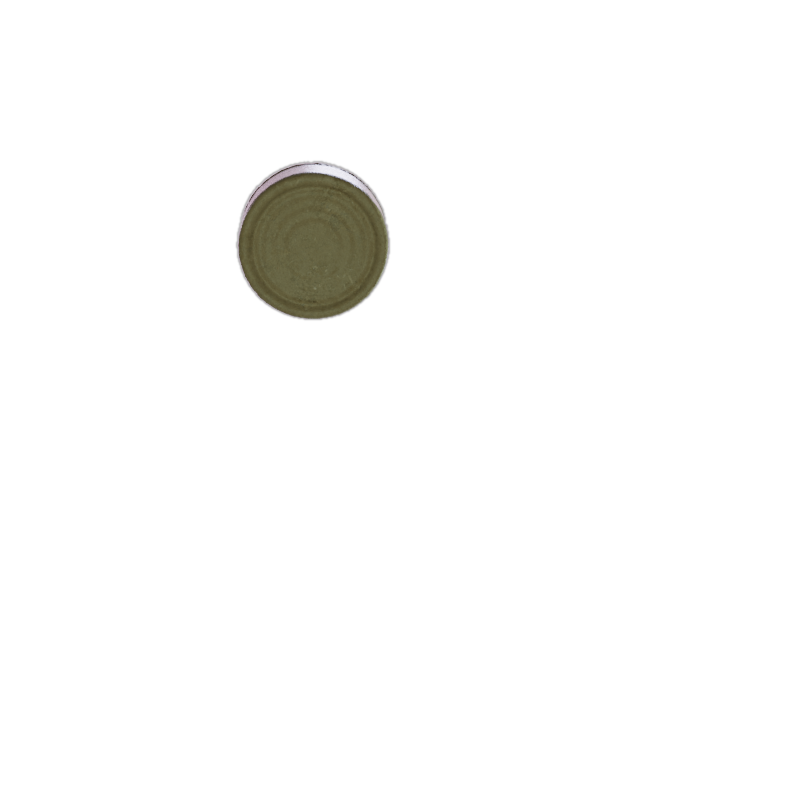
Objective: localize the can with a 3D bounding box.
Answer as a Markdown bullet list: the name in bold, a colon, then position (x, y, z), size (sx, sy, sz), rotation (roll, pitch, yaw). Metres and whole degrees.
- **can**: position (-0.049, -0.090, 0.628), size (0.086, 0.083, 0.035), rotation (0, 14, -1)
